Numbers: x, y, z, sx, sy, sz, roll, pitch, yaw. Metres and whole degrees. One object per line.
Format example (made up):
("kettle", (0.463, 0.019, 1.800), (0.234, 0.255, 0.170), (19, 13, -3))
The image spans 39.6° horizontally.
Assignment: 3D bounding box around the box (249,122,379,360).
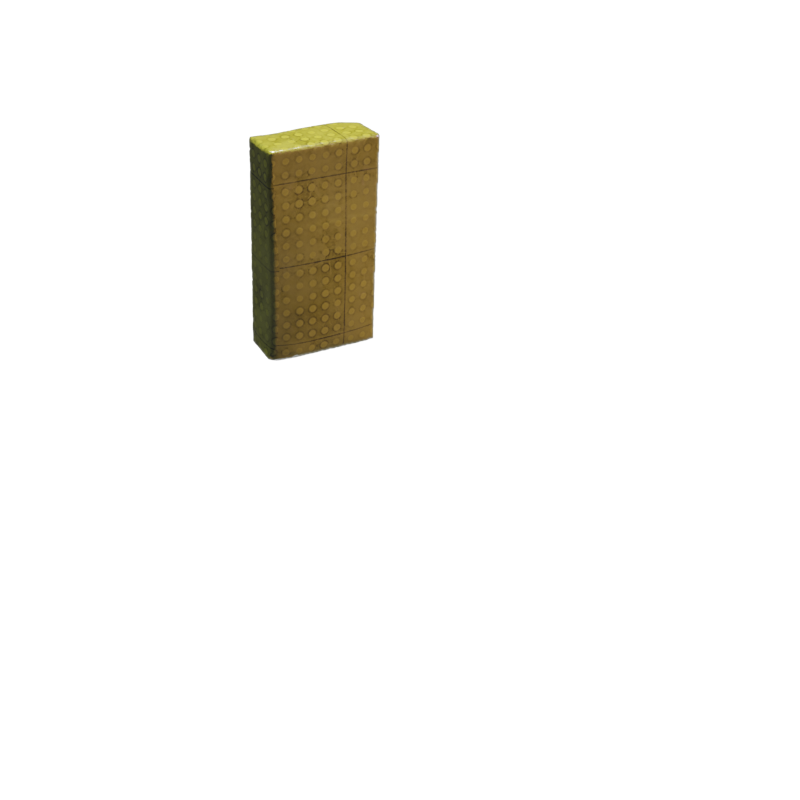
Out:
("box", (-0.067, -0.122, 0.855), (0.092, 0.167, 0.052), (-12, 28, -26))
